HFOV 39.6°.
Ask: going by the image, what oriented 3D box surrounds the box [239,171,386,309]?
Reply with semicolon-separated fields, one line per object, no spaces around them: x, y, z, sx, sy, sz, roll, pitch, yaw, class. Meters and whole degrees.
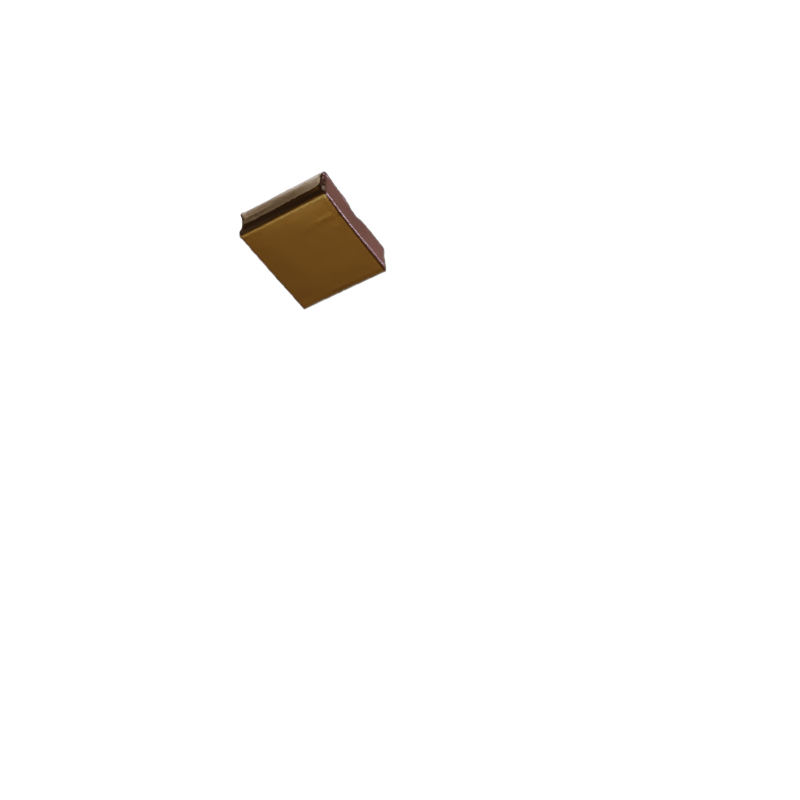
-0.064;-0.116;0.811;0.073;0.032;0.083;-25;-52;20;box
